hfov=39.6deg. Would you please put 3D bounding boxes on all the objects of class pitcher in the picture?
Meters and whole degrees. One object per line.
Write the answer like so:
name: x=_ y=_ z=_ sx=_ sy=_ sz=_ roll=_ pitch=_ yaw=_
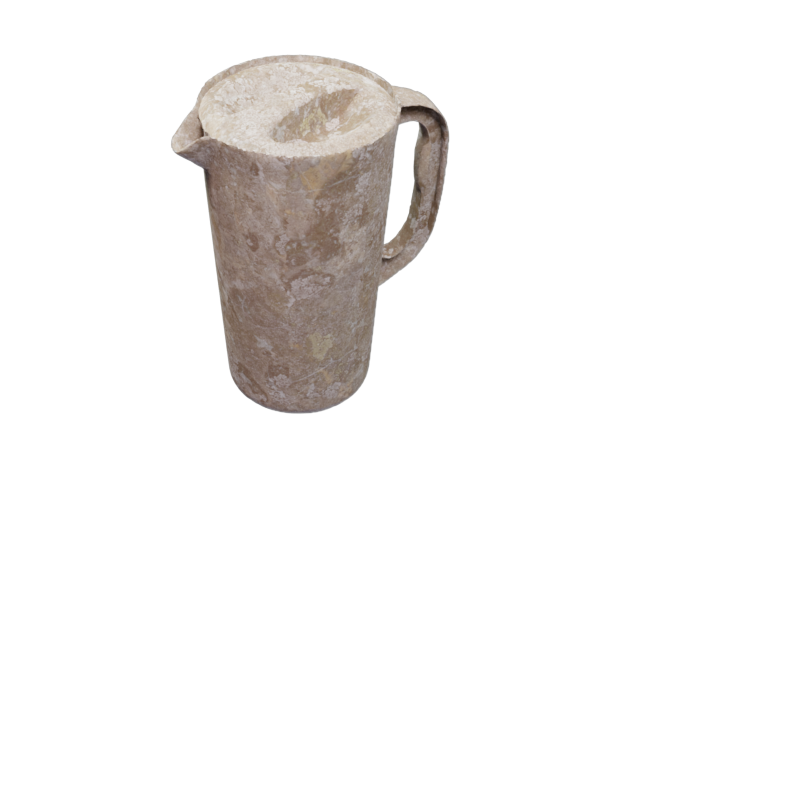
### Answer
pitcher: x=-0.061 y=-0.112 z=0.783 sx=0.155 sy=0.227 sz=0.150 roll=18 pitch=43 yaw=17
